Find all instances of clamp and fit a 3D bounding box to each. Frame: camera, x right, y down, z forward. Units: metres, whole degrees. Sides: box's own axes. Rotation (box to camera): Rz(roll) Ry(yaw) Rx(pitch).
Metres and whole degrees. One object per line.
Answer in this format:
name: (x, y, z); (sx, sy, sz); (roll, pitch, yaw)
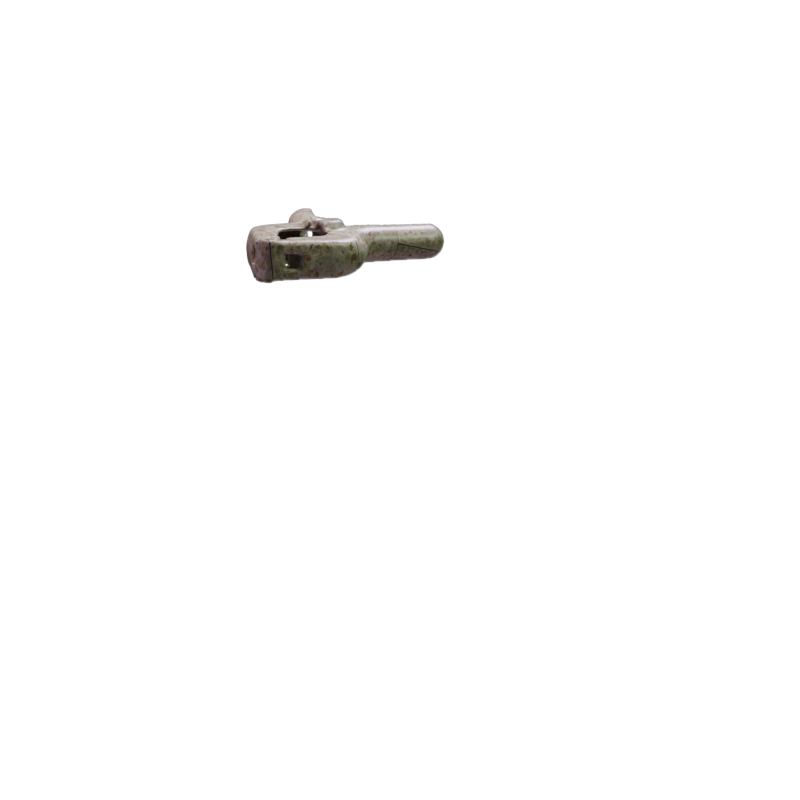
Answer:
clamp: (-0.059, -0.108, 0.759); (0.125, 0.038, 0.168); (7, 14, 32)
